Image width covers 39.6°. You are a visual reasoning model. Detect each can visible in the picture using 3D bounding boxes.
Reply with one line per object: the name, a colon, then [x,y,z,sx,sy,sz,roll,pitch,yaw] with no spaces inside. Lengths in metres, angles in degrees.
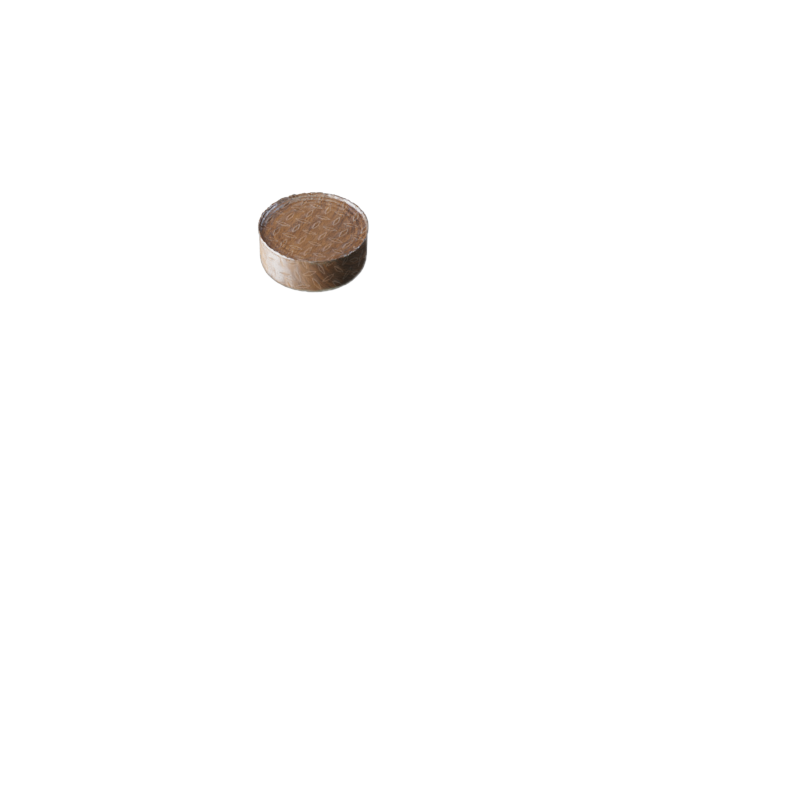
can: [-0.068,-0.123,0.865,0.086,0.031,0.092,-1,44,-1]
